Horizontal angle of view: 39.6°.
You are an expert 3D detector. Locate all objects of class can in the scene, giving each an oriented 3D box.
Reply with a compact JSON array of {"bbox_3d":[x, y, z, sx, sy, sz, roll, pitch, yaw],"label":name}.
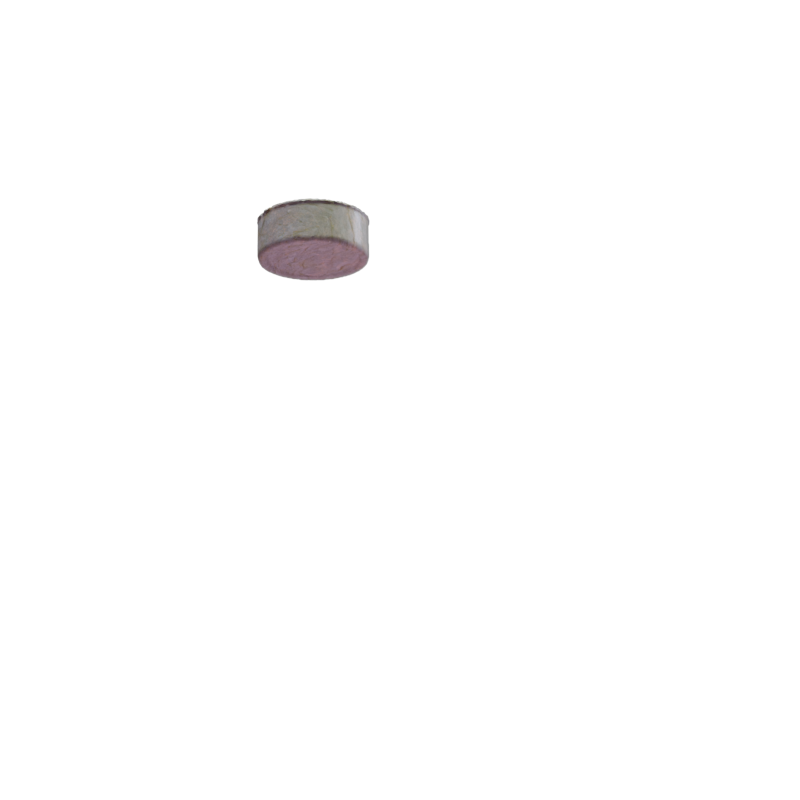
[{"bbox_3d":[-0.066,-0.120,0.841,0.086,0.035,0.082,0,-16,-2],"label":"can"}]
